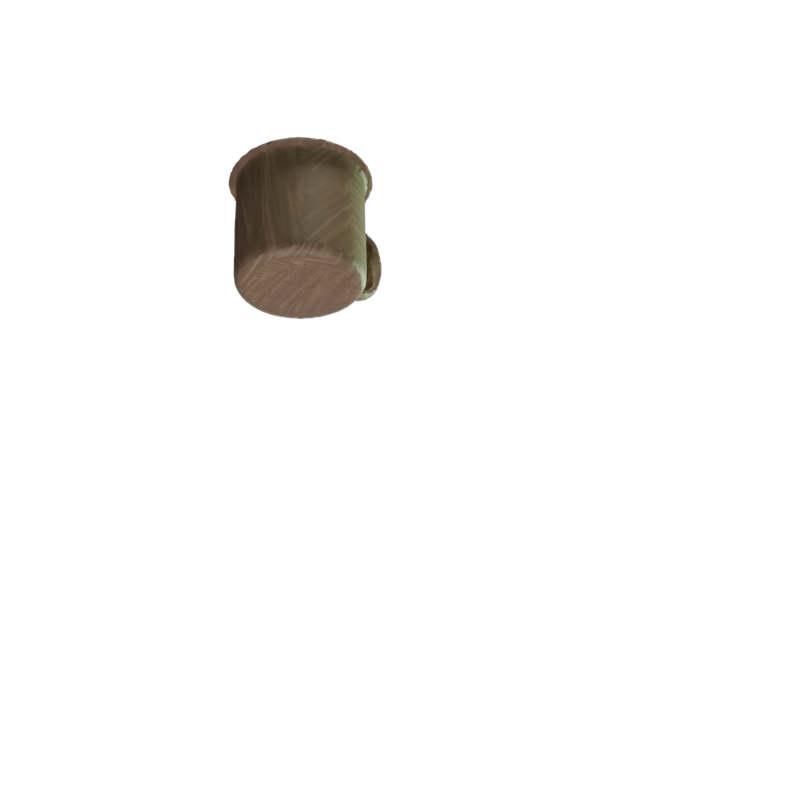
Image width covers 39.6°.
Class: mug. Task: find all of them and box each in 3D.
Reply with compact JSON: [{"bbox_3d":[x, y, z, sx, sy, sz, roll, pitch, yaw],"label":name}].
[{"bbox_3d":[-0.055,-0.100,0.703,0.093,0.087,0.109,-25,-39,34],"label":"mug"}]
